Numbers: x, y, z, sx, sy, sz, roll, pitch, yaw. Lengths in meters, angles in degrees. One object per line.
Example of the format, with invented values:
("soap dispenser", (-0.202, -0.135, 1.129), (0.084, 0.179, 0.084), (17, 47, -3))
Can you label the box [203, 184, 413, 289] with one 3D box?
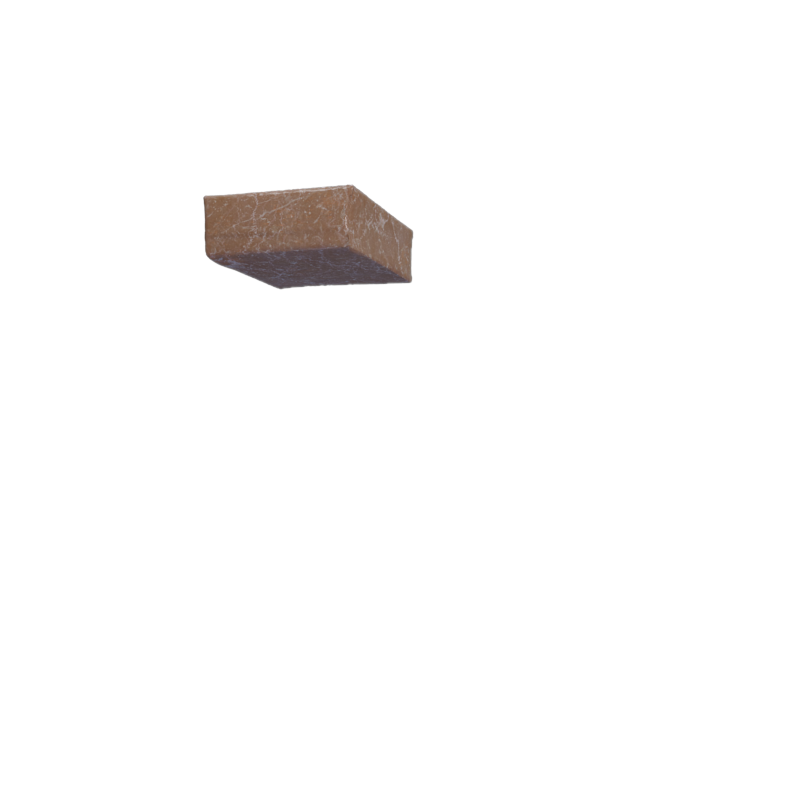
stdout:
("box", (-0.051, -0.092, 0.643), (0.092, 0.040, 0.109), (-2, -4, 19))
